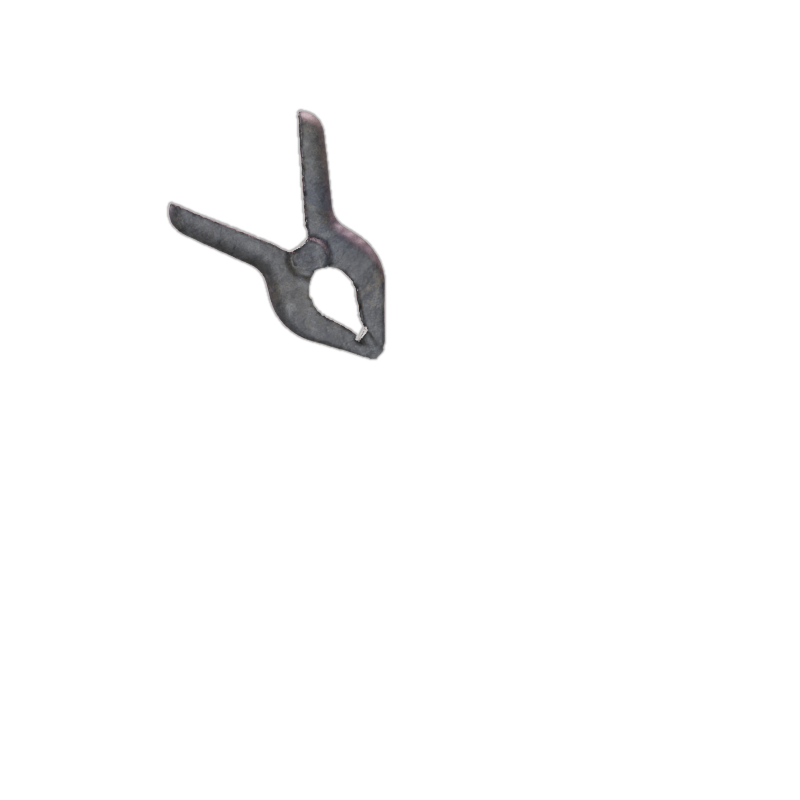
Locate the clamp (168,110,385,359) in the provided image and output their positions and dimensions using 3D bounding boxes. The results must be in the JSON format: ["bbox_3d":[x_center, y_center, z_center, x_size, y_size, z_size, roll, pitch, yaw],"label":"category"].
[{"bbox_3d":[-0.059,-0.107,0.749,0.120,0.169,0.040,-44,5,4],"label":"clamp"}]
